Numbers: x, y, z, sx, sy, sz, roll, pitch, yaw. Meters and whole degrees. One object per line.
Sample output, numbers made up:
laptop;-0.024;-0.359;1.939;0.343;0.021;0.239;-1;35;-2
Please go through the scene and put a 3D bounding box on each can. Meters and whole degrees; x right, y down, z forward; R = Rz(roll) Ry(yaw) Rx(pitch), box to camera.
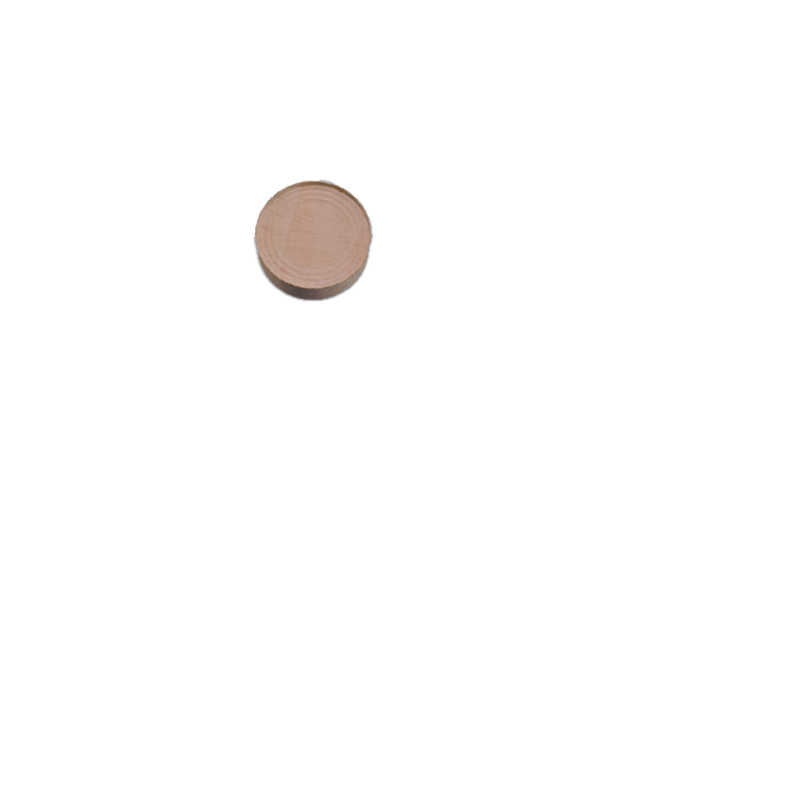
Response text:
can;-0.065;-0.118;0.826;0.086;0.090;0.032;-1;-20;-1
